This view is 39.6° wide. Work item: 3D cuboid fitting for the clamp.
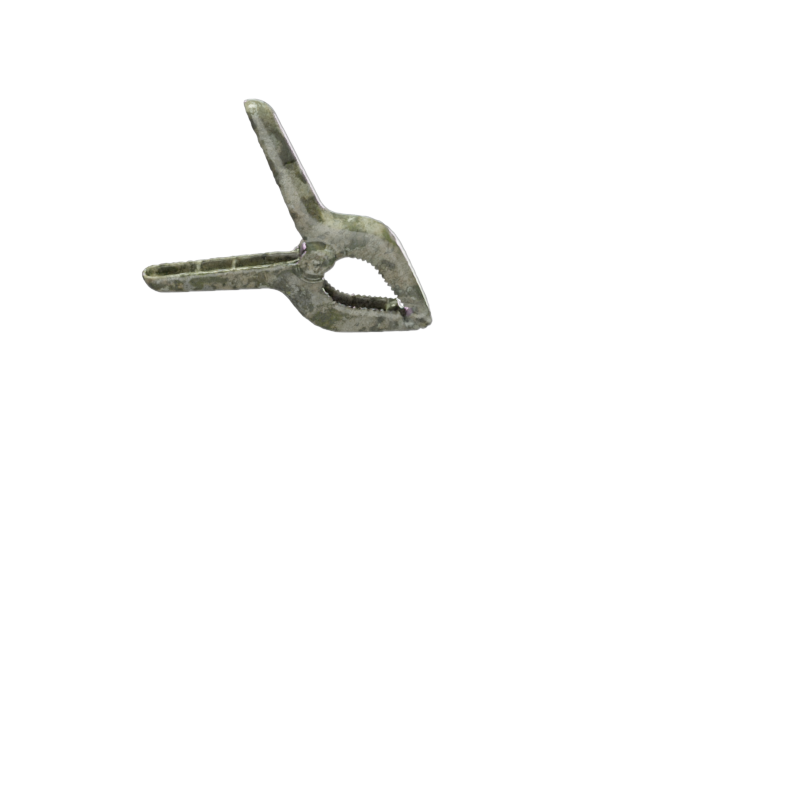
[{"bbox_3d":[-0.063,-0.115,0.806,0.205,0.159,0.038,22,25,-11],"label":"clamp"}]
